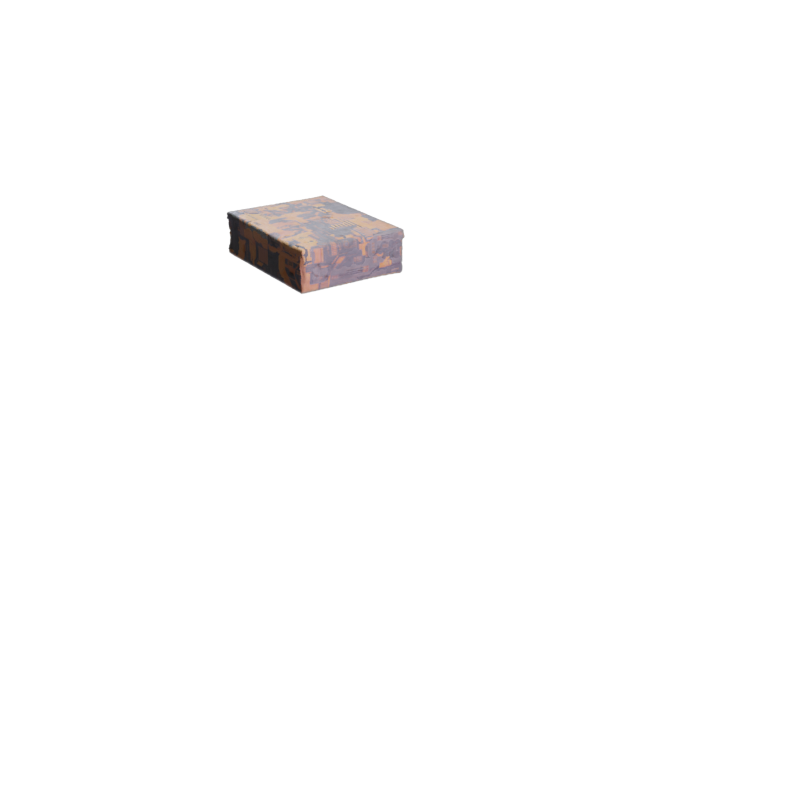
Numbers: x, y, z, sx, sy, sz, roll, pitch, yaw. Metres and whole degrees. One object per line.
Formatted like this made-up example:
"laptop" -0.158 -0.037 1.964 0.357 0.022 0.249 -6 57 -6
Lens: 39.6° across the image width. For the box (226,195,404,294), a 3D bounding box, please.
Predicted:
"box" -0.065 -0.119 0.834 0.088 0.037 0.121 -14 27 -32
